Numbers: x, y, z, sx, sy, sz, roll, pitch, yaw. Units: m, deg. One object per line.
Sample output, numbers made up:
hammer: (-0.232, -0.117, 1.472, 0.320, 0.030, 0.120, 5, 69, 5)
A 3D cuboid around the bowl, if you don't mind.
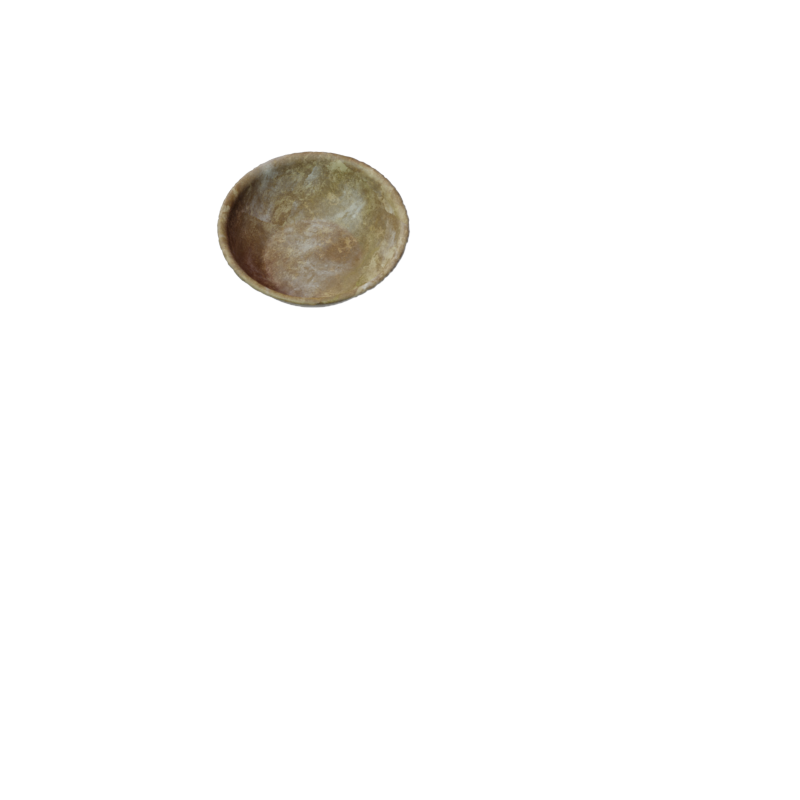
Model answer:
bowl: (-0.074, -0.136, 0.950, 0.162, 0.173, 0.051, -1, -33, -1)
